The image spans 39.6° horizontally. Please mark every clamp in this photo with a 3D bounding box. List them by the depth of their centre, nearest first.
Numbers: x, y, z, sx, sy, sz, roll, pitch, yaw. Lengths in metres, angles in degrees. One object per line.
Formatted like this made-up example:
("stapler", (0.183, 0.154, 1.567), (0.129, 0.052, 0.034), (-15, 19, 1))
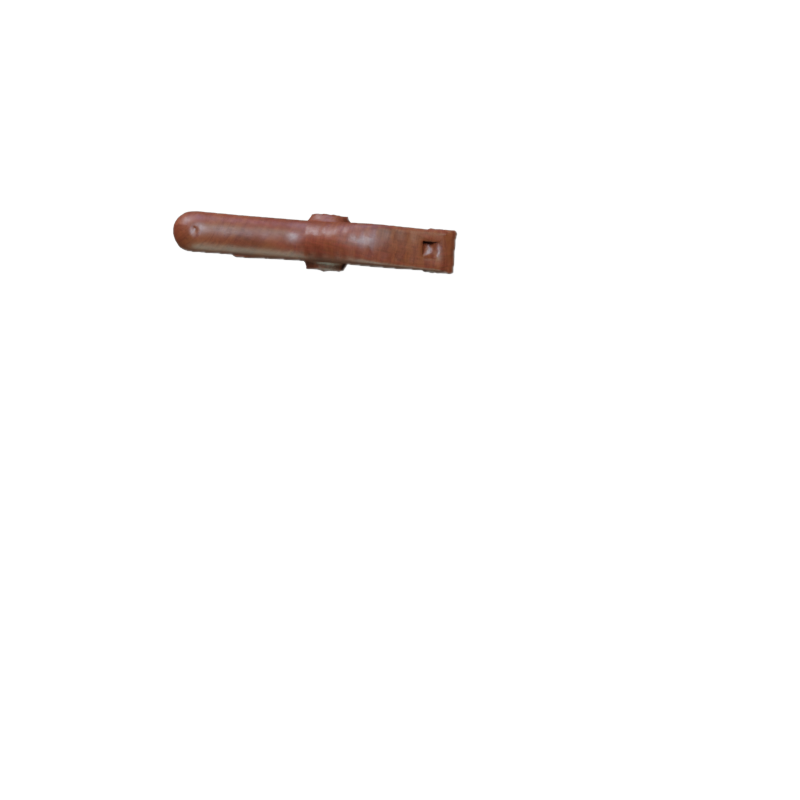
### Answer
("clamp", (-0.055, -0.100, 0.697), (0.176, 0.039, 0.118), (4, 11, 21))
